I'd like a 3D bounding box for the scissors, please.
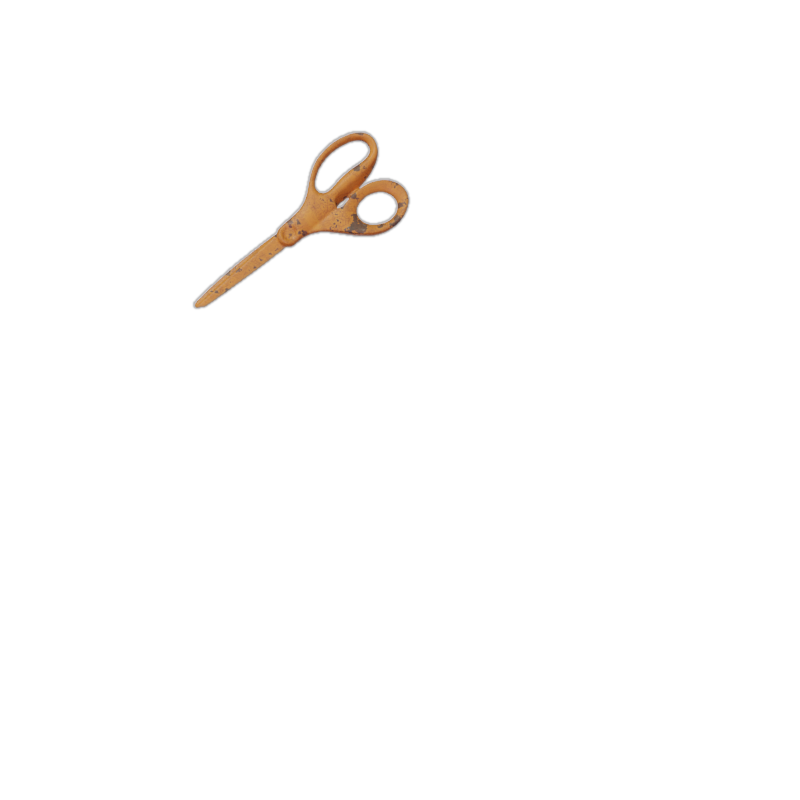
[{"bbox_3d":[-0.071,-0.130,0.913,0.098,0.204,0.015,35,-9,6],"label":"scissors"}]
